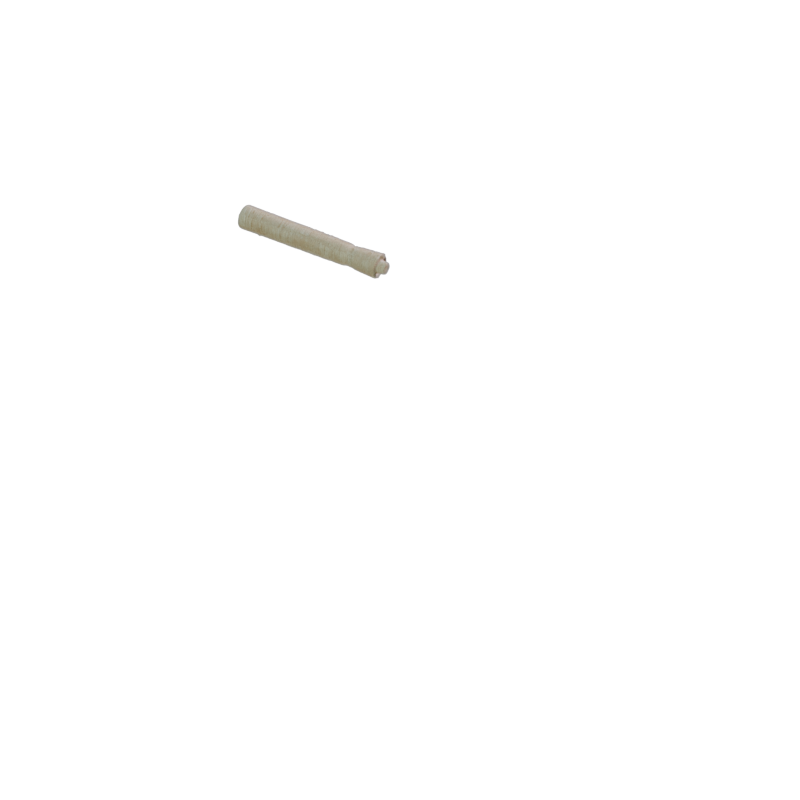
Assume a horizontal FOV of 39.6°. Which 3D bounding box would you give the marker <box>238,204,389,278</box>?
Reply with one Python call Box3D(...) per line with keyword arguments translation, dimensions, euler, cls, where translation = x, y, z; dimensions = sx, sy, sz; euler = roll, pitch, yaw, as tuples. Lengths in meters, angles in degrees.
Box3D(translation=(-0.062, -0.114, 0.797), dimensions=(0.127, 0.019, 0.019), euler=(23, 13, 24), cls="marker")
